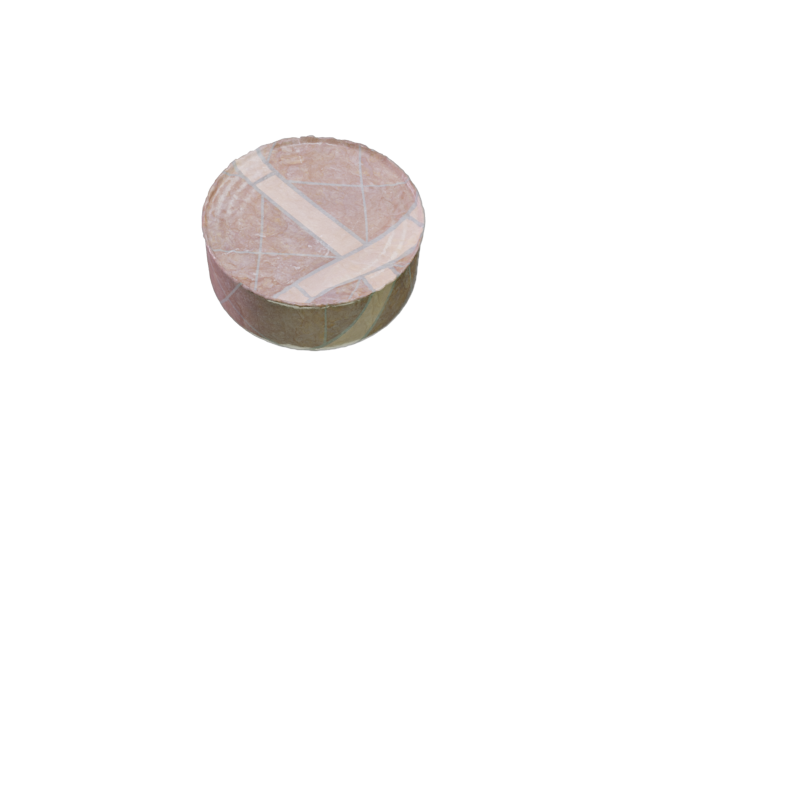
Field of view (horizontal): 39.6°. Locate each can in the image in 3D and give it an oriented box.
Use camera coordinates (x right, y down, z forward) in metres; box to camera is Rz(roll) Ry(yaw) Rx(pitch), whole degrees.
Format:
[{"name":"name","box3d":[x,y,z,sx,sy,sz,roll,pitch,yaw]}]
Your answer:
[{"name":"can","box3d":[-0.034,-0.062,0.438,0.086,0.092,0.031,-1,-36,-1]}]
